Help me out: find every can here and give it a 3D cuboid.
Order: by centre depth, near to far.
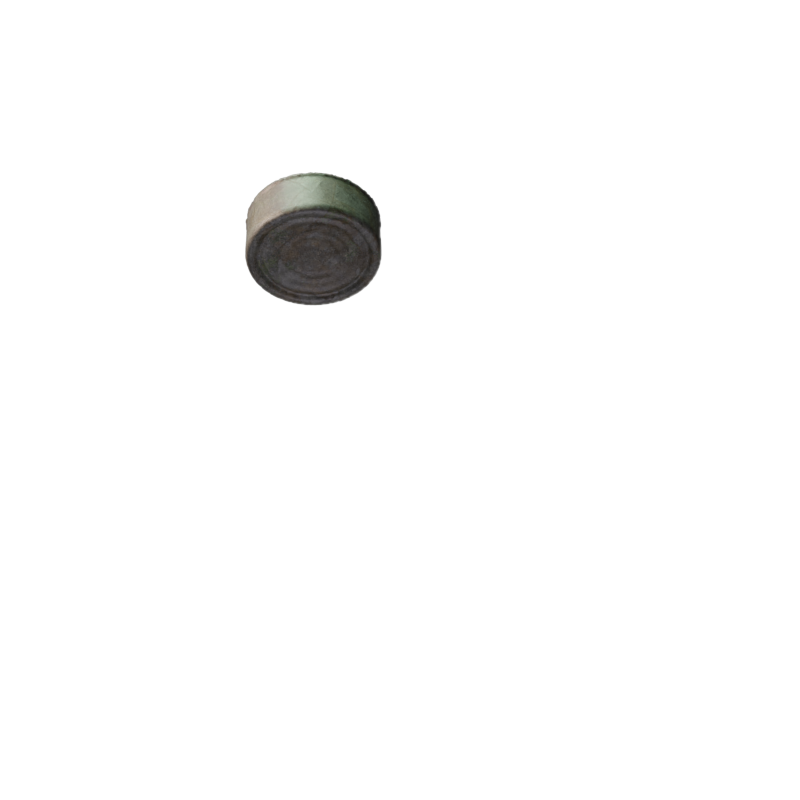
[{"bbox_3d":[-0.054,-0.099,0.692,0.086,0.036,0.080,1,-43,-1],"label":"can"}]
